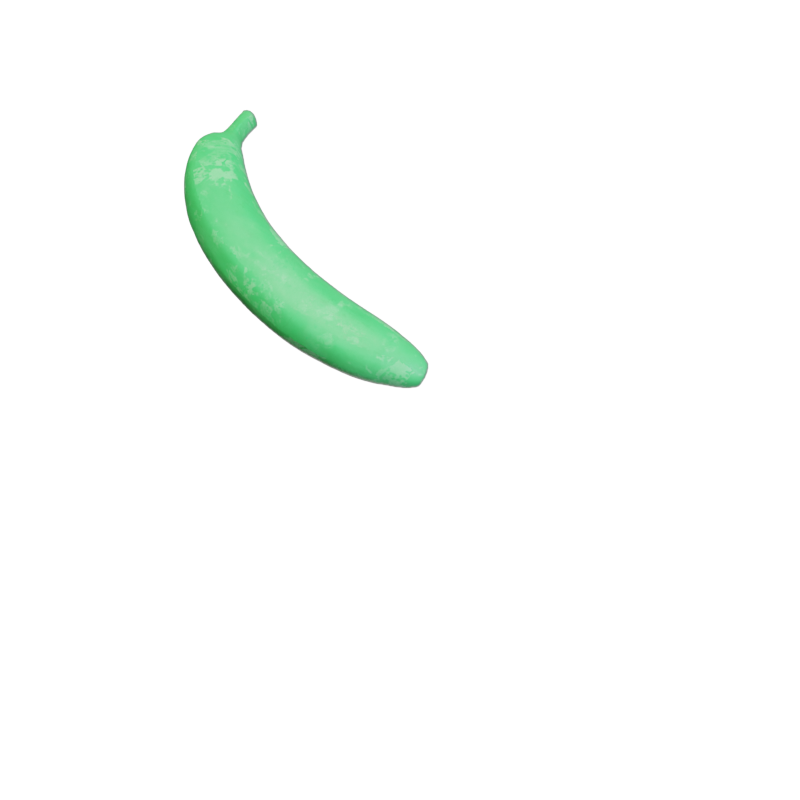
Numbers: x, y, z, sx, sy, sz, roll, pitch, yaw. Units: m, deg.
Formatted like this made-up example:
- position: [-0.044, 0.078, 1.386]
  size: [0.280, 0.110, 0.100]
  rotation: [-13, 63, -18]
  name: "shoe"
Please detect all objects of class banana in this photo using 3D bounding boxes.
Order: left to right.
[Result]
- position: [-0.063, -0.078, 0.580]
  size: [0.069, 0.211, 0.034]
  rotation: [-26, -26, -14]
  name: "banana"
